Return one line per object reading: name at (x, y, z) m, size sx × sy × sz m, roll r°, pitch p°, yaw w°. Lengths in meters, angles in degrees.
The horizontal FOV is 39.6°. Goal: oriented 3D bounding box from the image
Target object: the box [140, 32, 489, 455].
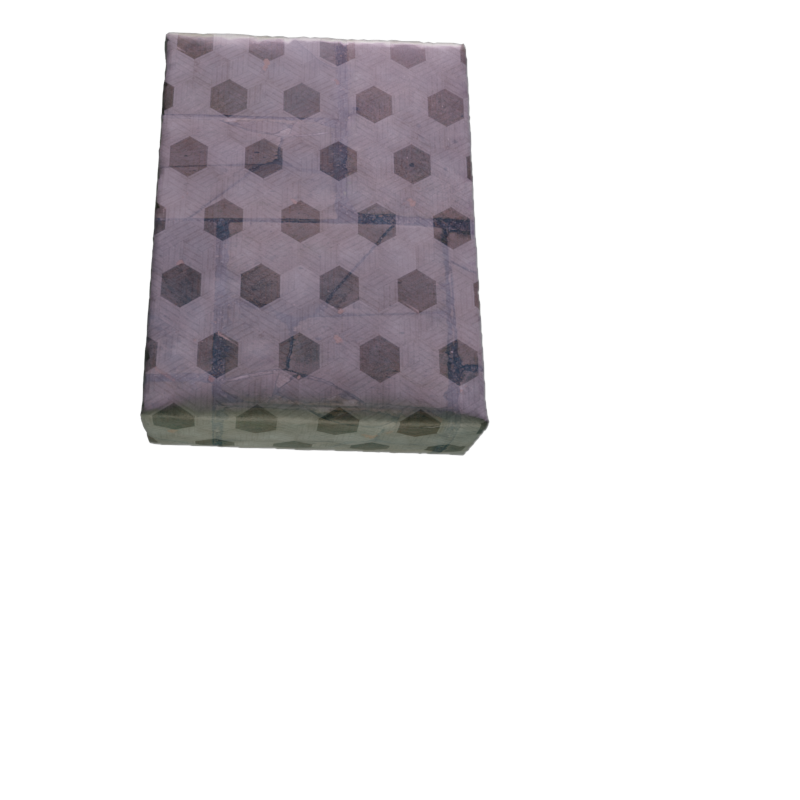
box at (-0.045, -0.083, 0.580) m, size 0.163 × 0.225 × 0.068 m, roll 1°, pitch -23°, yaw -5°
